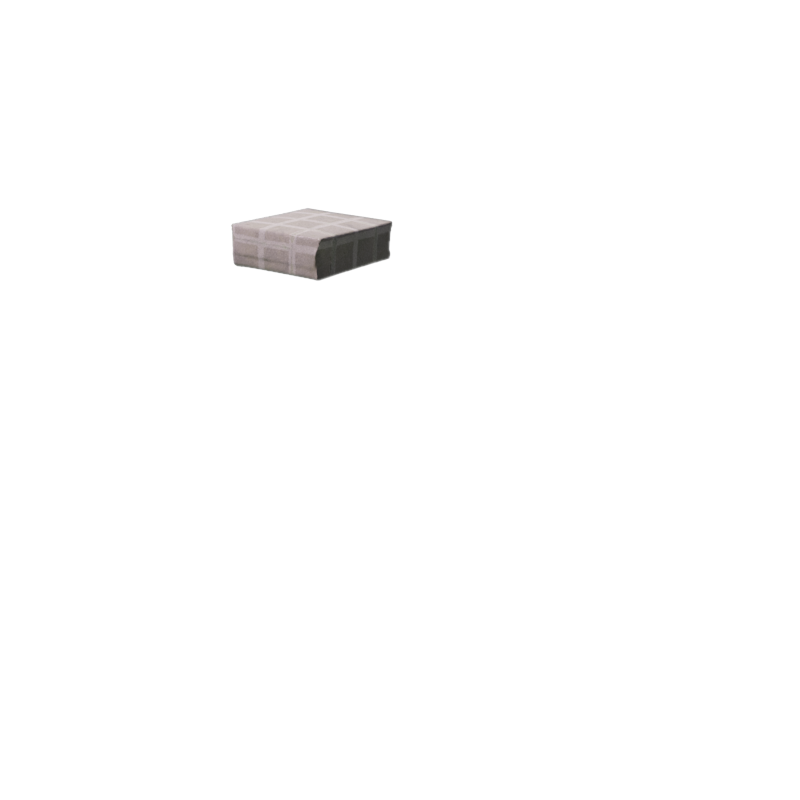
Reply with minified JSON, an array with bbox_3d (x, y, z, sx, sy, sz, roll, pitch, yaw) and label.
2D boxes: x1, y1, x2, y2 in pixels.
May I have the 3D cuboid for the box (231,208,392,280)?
[{"bbox_3d":[-0.073,-0.133,0.930,0.094,0.037,0.113,12,23,30],"label":"box"}]
